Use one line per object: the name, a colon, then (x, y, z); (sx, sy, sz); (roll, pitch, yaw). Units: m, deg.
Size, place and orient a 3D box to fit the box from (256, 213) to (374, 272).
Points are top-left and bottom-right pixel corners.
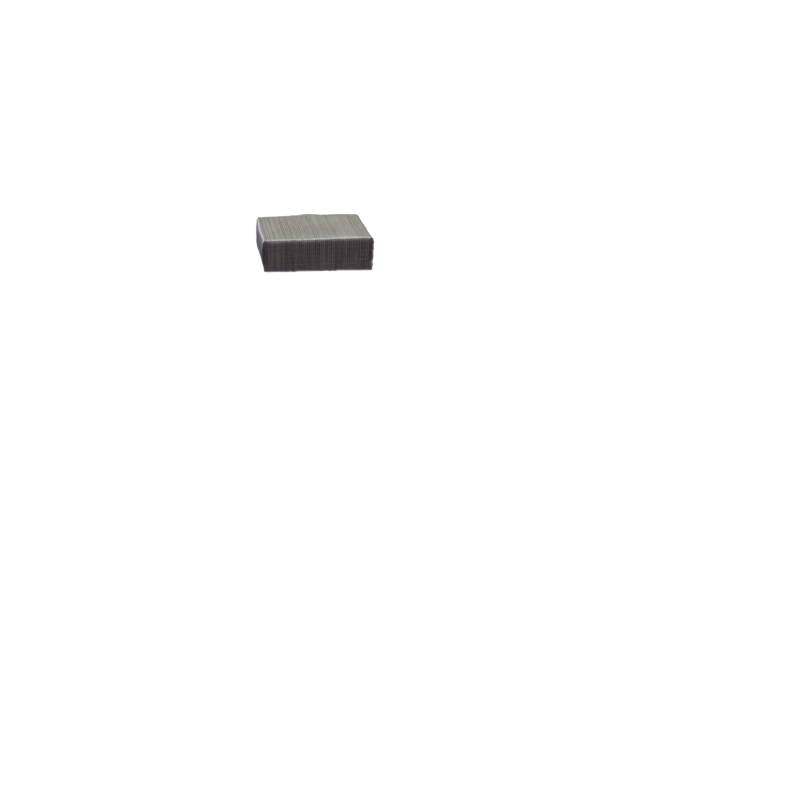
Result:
box: (-0.070, -0.129, 0.902); (0.088, 0.029, 0.077); (-3, 23, -8)
